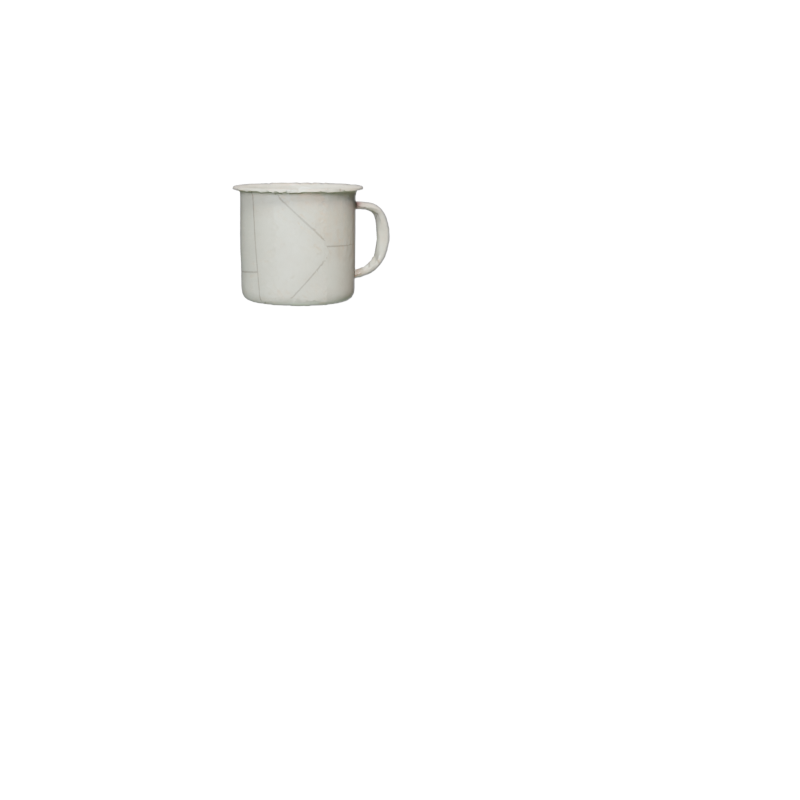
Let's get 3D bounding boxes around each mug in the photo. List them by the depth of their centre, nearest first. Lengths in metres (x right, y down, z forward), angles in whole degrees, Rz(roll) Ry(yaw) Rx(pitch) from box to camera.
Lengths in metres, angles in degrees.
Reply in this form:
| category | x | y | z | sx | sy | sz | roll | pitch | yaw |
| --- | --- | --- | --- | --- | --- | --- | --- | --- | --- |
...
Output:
| category | x | y | z | sx | sy | sz | roll | pitch | yaw |
| --- | --- | --- | --- | --- | --- | --- | --- | --- | --- |
| mug | -0.062 | -0.114 | 0.797 | 0.114 | 0.080 | 0.098 | -5 | 12 | -25 |
